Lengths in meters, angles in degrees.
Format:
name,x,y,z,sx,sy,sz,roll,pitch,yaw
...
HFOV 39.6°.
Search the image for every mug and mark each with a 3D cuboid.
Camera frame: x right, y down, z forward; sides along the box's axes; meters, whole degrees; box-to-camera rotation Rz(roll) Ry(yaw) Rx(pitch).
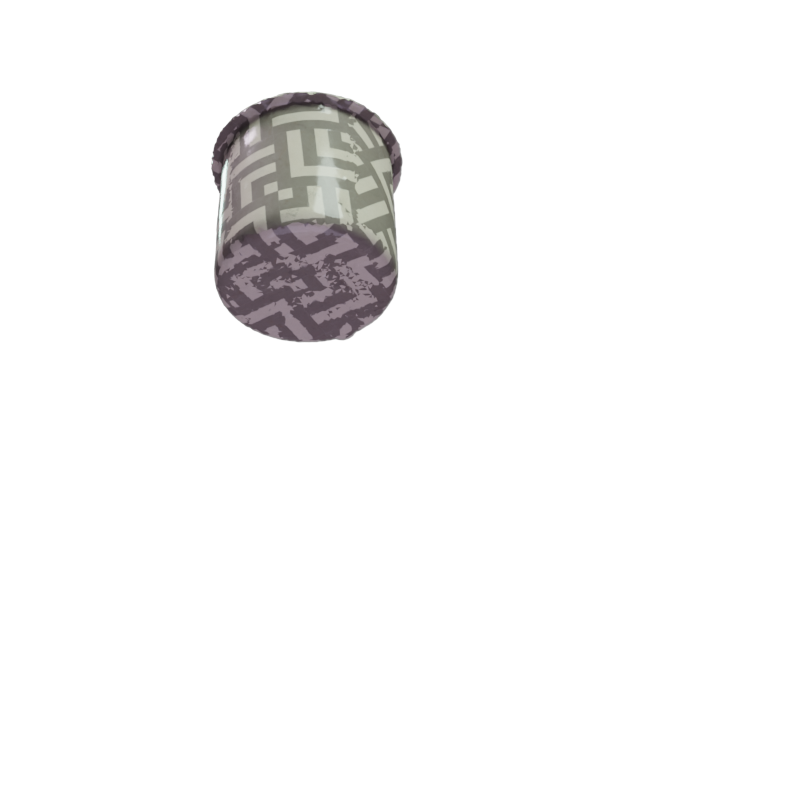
name,x,y,z,sx,sy,sz,roll,pitch,yaw
mug,-0.041,-0.074,0.521,0.094,0.087,0.108,-10,-41,9
